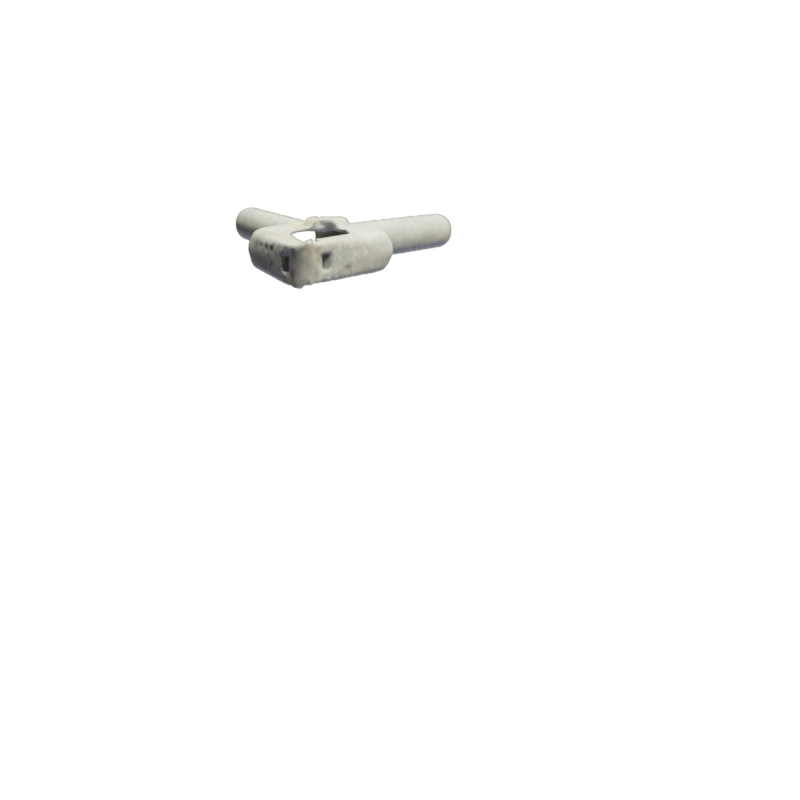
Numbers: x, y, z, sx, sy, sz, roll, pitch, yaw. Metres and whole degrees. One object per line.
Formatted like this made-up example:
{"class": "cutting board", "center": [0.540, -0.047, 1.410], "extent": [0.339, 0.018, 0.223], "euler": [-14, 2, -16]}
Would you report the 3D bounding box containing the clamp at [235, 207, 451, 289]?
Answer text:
{"class": "clamp", "center": [-0.060, -0.110, 0.768], "extent": [0.168, 0.035, 0.212], "euler": [3, 16, 12]}
